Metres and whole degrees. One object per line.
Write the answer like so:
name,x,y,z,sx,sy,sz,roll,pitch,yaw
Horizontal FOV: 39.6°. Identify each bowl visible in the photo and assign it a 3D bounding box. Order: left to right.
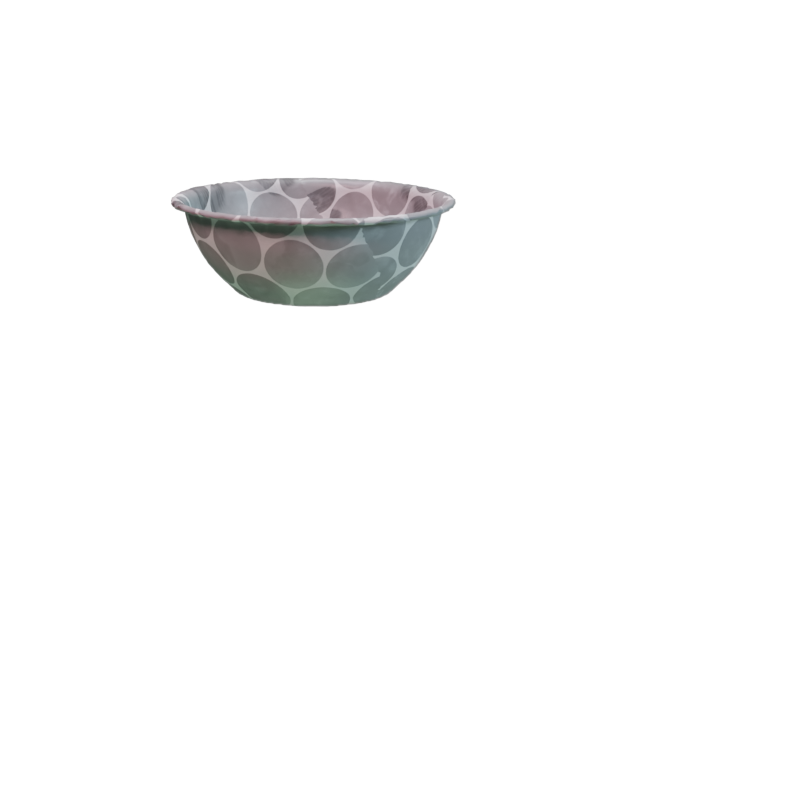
bowl,-0.050,-0.091,0.638,0.162,0.053,0.168,-1,18,-2
